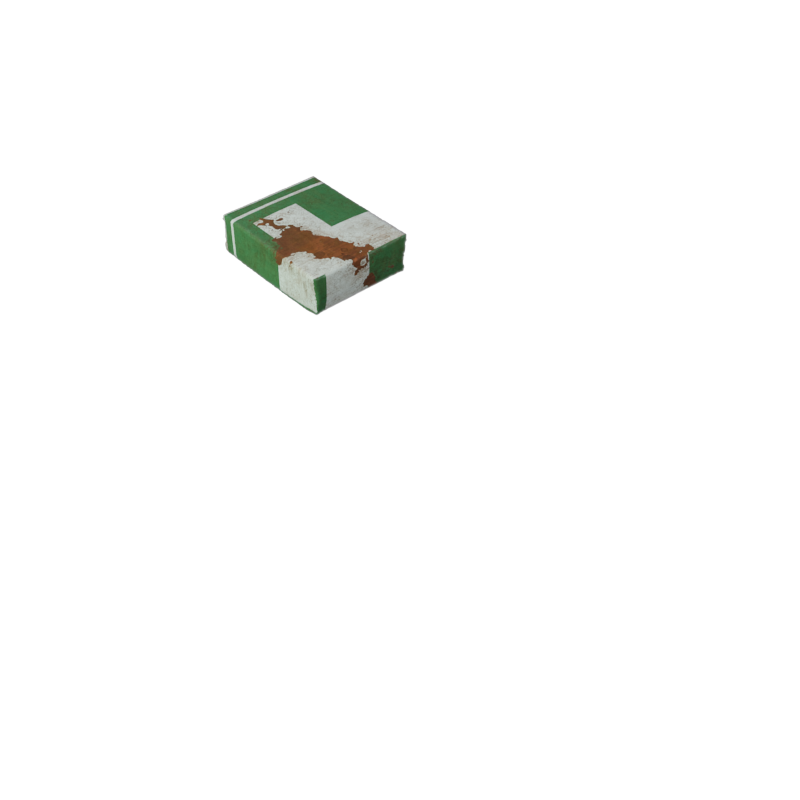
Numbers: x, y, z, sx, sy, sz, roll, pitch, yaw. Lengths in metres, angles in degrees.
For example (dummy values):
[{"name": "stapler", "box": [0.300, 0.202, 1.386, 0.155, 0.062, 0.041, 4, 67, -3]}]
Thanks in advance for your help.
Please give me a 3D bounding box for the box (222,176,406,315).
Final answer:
[{"name": "box", "box": [-0.066, -0.119, 0.836, 0.090, 0.036, 0.122, -29, 49, -30]}]
